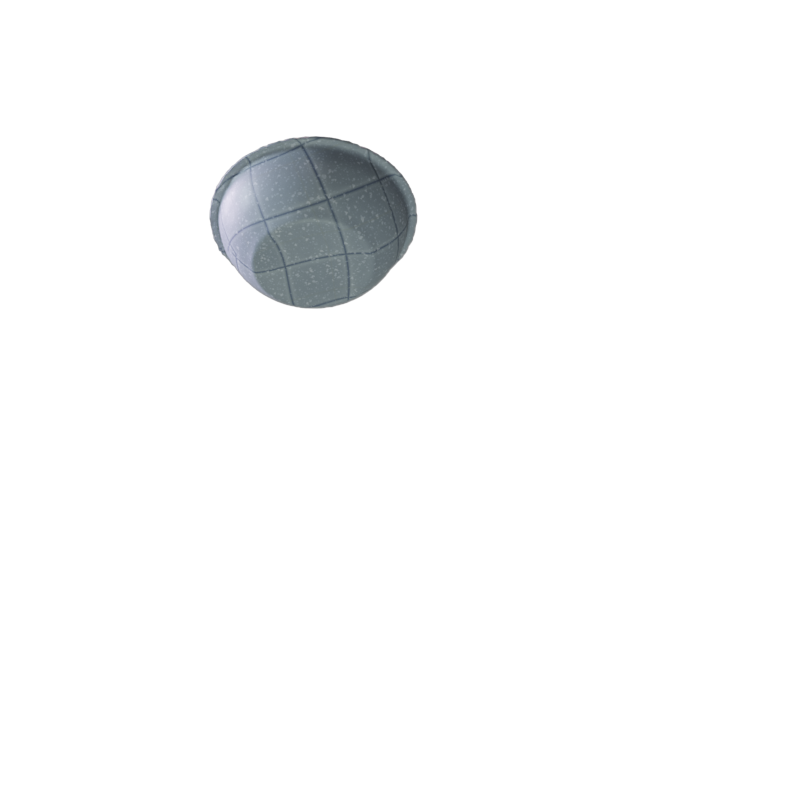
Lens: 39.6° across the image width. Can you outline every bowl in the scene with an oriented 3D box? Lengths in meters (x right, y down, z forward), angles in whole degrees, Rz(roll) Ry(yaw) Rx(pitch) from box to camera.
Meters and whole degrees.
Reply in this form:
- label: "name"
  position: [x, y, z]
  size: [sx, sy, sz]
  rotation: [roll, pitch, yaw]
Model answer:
- label: "bowl"
  position: [-0.066, -0.120, 0.843]
  size: [0.162, 0.059, 0.151]
  rotation: [1, -45, -1]
